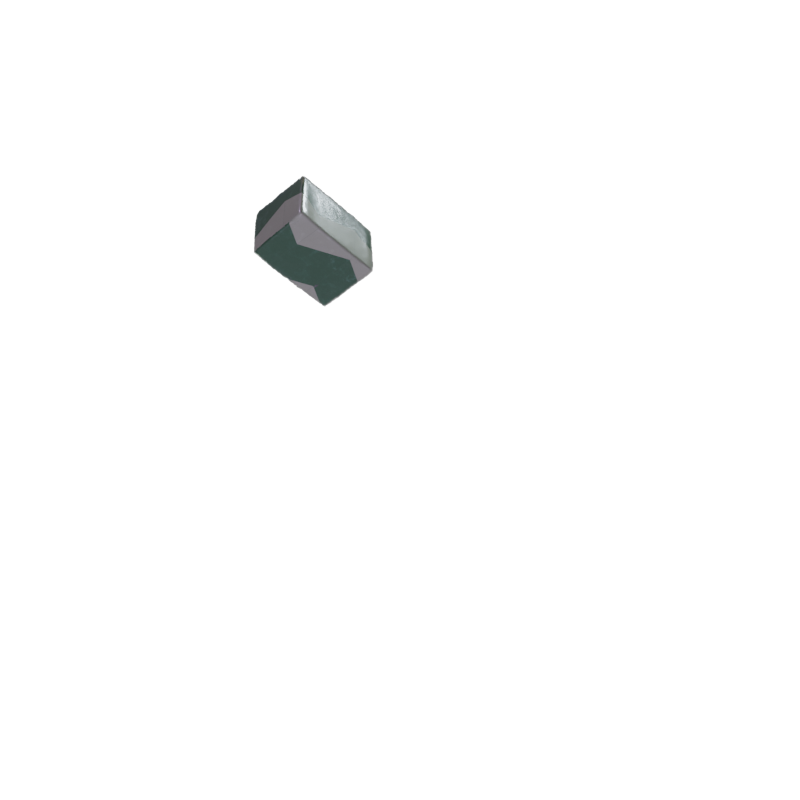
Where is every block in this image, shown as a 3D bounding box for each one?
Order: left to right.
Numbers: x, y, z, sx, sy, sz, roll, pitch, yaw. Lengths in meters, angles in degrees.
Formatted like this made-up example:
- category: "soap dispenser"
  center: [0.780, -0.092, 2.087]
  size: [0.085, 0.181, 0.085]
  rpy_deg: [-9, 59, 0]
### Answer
- category: "block"
  center: [-0.066, -0.120, 0.839]
  size: [0.052, 0.055, 0.073]
  rpy_deg: [-36, -57, 26]
